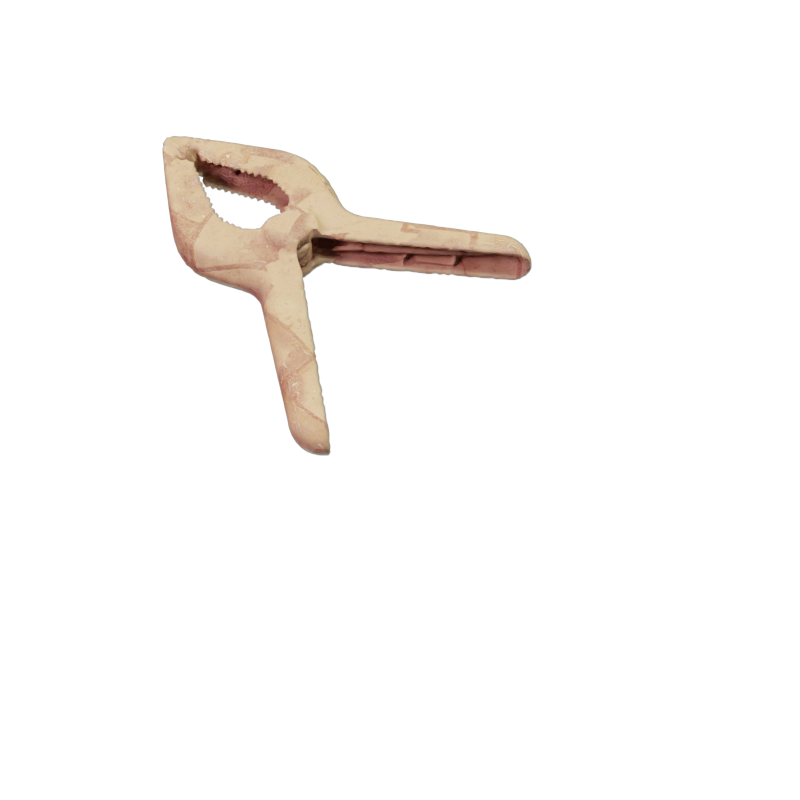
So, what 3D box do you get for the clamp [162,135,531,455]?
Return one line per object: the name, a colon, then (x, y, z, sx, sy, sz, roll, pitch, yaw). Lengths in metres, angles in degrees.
clamp: (-0.047, -0.085, 0.598, 0.165, 0.034, 0.224, -33, 59, -23)
